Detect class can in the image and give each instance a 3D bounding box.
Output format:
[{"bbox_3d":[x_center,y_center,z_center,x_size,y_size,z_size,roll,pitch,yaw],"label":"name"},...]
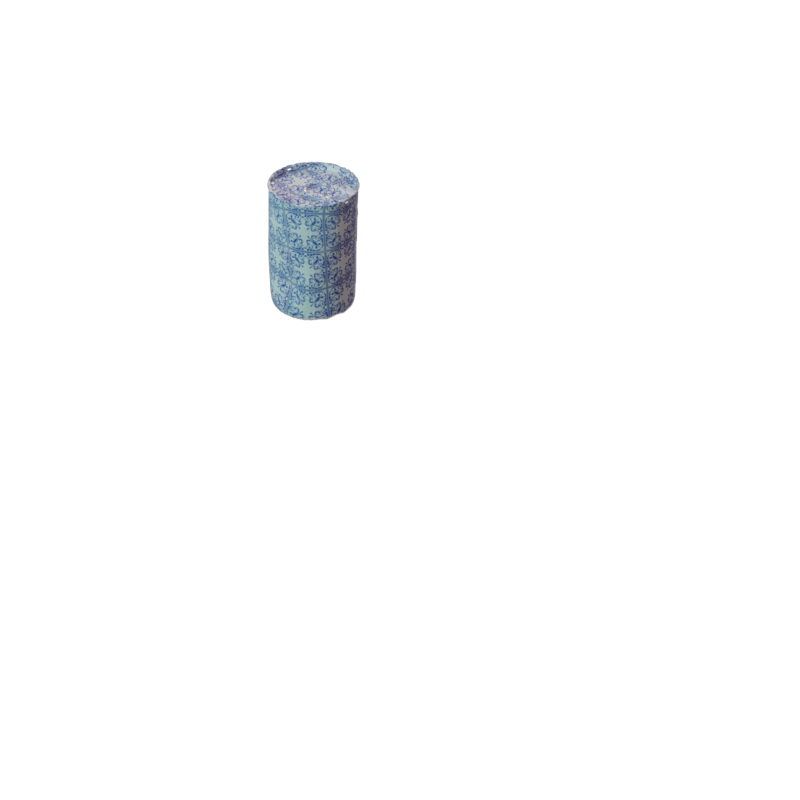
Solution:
[{"bbox_3d":[-0.066,-0.120,0.840,0.068,0.096,0.073,0,35,-3],"label":"can"}]
